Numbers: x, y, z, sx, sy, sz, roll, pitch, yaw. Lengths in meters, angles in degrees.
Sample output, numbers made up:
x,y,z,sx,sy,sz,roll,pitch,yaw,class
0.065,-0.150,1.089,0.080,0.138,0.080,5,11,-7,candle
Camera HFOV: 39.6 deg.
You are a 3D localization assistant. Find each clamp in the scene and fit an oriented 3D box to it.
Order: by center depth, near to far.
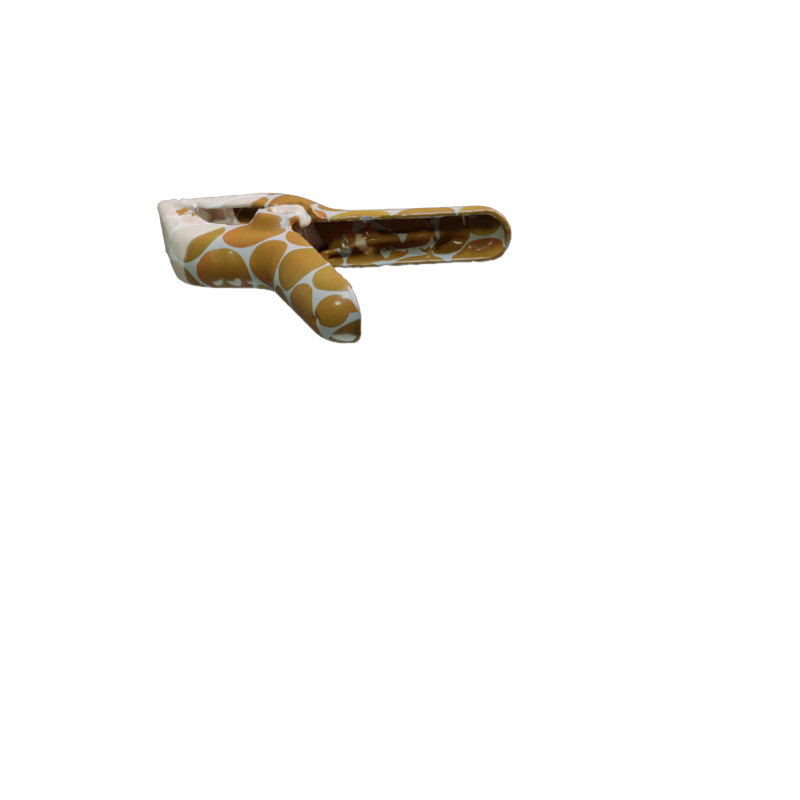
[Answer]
x,y,z,sx,sy,sz,roll,pitch,yaw,class
-0.039,-0.072,0.504,0.118,0.037,0.182,-20,30,-38,clamp
